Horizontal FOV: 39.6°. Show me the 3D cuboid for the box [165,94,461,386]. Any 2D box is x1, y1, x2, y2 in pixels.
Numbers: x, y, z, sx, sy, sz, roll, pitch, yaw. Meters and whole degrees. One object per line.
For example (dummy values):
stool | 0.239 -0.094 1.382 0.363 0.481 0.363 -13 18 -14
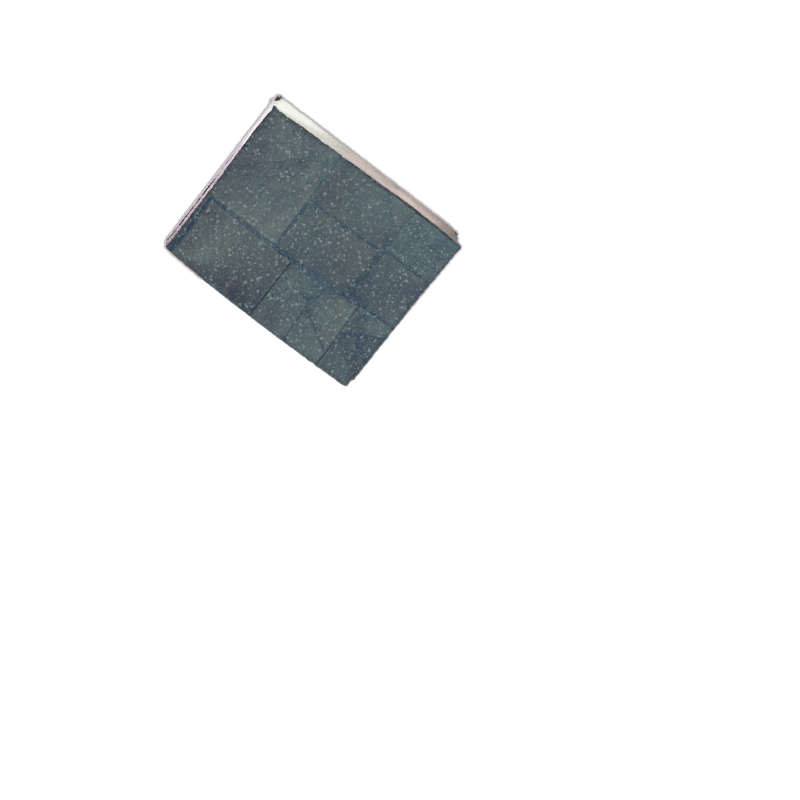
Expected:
box | -0.041 -0.075 0.529 0.111 0.089 0.040 37 12 -10
